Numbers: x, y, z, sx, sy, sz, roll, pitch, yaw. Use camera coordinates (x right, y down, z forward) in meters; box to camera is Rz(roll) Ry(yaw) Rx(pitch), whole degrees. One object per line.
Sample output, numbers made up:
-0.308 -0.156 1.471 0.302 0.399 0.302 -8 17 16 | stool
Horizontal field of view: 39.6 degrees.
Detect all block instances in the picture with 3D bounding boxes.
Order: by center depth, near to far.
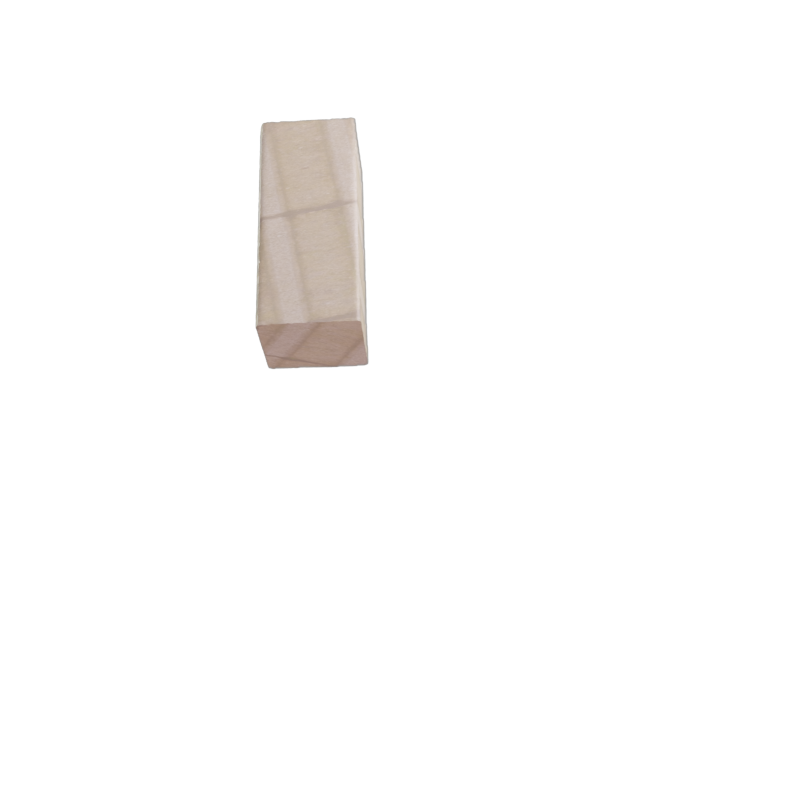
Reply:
-0.078 -0.141 0.990 0.090 0.219 0.085 -3 -28 2 | block
